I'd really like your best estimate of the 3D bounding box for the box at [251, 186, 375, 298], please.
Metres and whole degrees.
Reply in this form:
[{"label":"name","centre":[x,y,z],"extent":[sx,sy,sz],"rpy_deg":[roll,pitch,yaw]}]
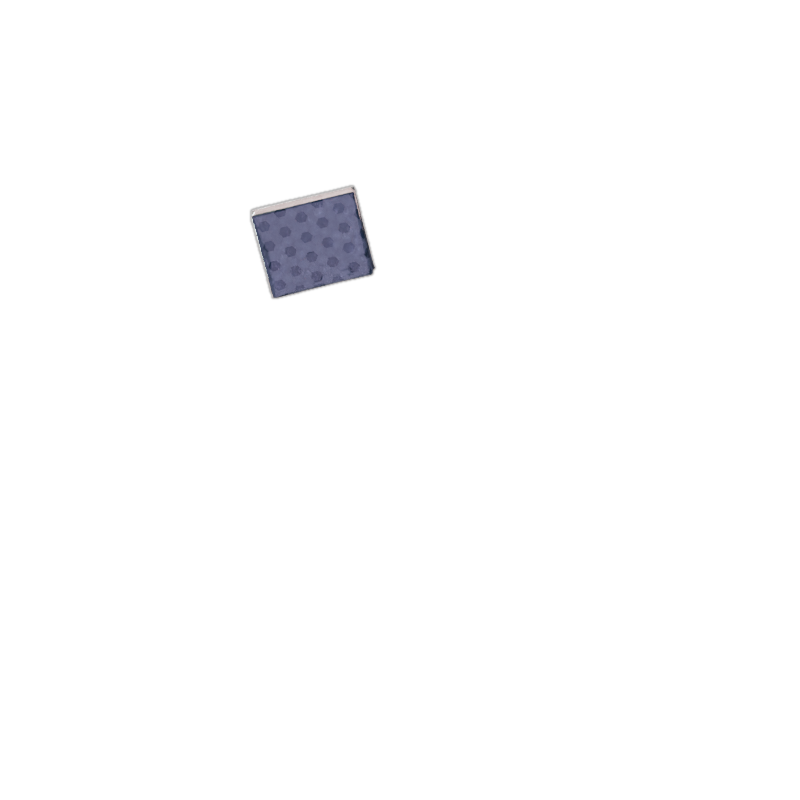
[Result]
[{"label":"box","centre":[-0.072,-0.131,0.918],"extent":[0.089,0.070,0.031],"rpy_deg":[-14,15,3]}]
